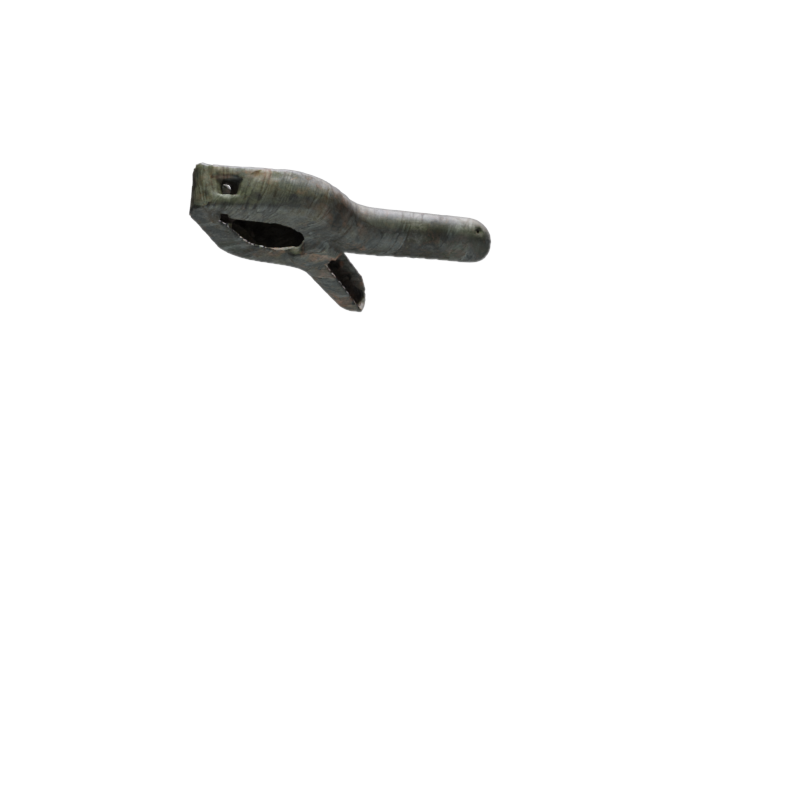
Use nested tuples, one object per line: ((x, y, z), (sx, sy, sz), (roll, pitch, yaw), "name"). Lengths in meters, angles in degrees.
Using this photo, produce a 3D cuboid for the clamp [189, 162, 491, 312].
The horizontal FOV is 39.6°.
((-0.049, -0.090, 0.627), (0.164, 0.042, 0.118), (15, -30, -28), "clamp")
